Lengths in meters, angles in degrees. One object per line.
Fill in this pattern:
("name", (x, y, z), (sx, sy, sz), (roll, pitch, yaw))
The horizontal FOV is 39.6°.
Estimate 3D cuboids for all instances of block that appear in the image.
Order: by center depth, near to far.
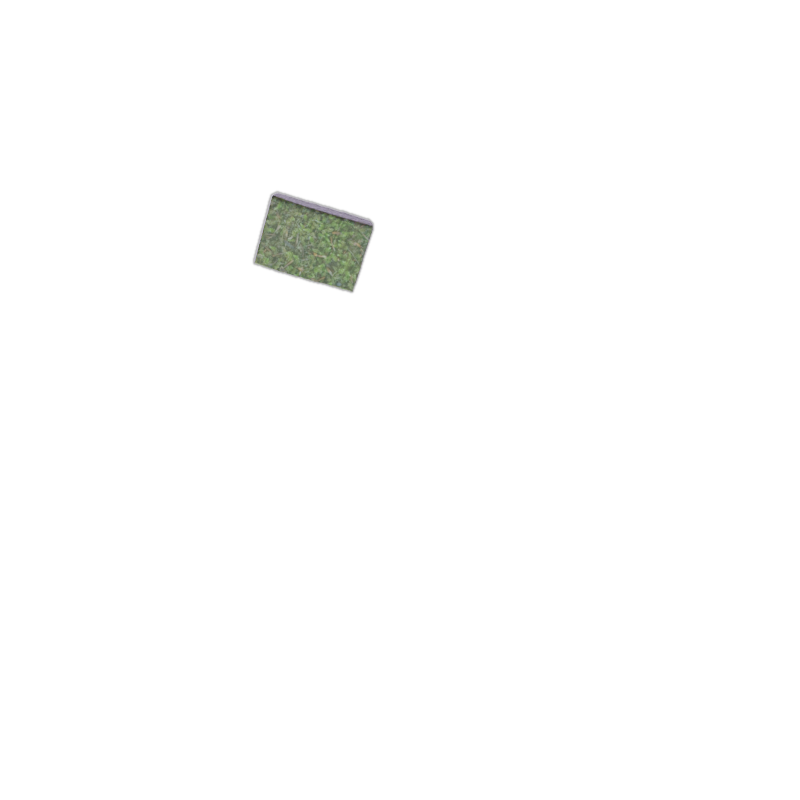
("block", (-0.064, -0.117, 0.818), (0.077, 0.052, 0.052), (17, 9, -4))
